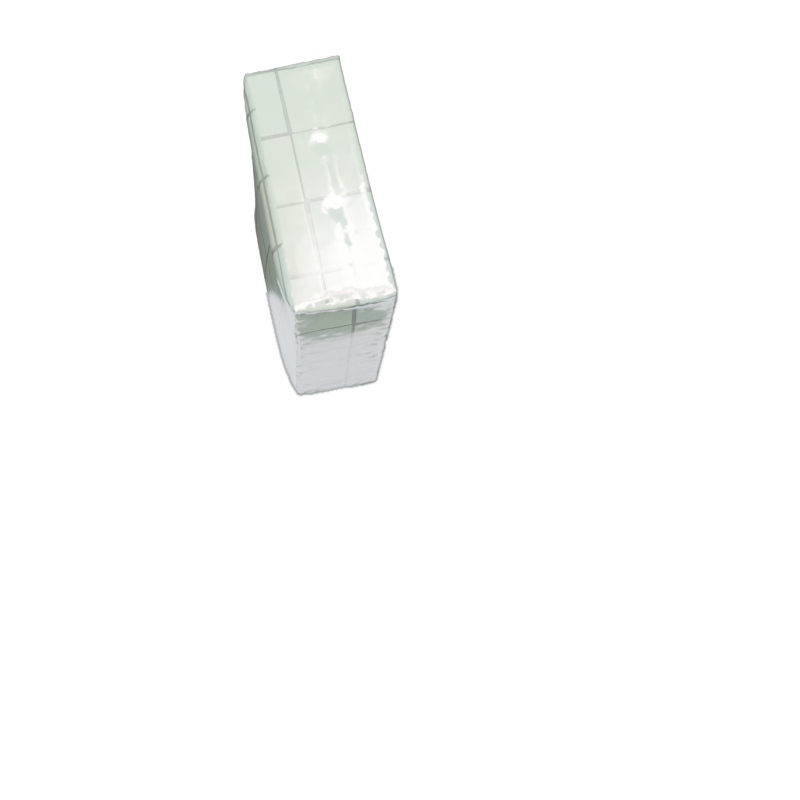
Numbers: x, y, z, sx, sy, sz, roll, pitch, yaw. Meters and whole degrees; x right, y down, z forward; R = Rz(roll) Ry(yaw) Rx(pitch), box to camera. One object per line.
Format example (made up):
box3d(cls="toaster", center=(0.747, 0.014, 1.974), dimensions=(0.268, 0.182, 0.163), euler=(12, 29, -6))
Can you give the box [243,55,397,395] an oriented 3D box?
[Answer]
box3d(cls="box", center=(-0.060, -0.109, 0.762), dimensions=(0.071, 0.172, 0.205), euler=(-11, -15, -7))
